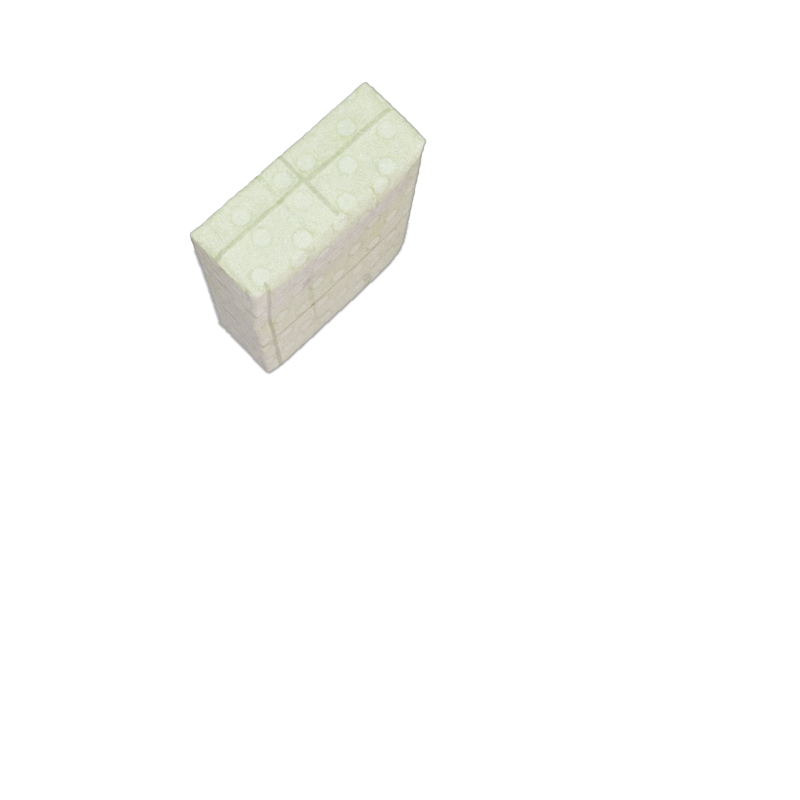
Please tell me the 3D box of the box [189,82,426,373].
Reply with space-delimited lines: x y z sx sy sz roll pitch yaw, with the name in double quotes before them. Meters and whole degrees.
"box" -0.065 -0.119 0.830 0.166 0.074 0.206 -44 -6 -12
